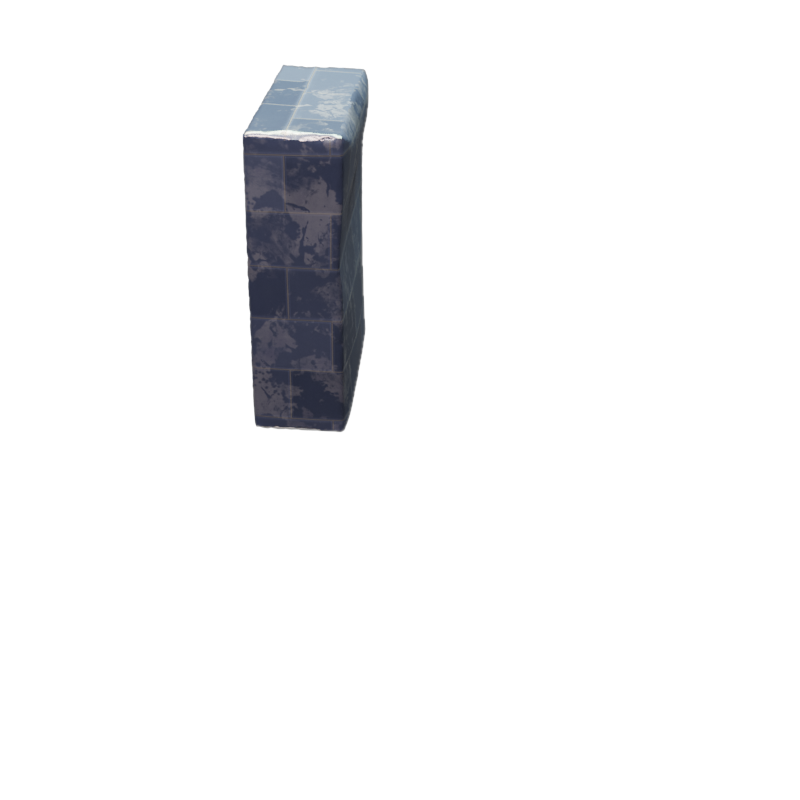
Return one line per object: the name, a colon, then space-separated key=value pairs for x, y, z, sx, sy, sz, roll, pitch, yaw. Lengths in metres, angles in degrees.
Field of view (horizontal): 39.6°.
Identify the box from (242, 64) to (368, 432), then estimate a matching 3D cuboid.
box: x=-0.061 y=-0.112 z=0.784 sx=0.072 sy=0.202 sz=0.173 roll=3 pitch=28 yaw=2
